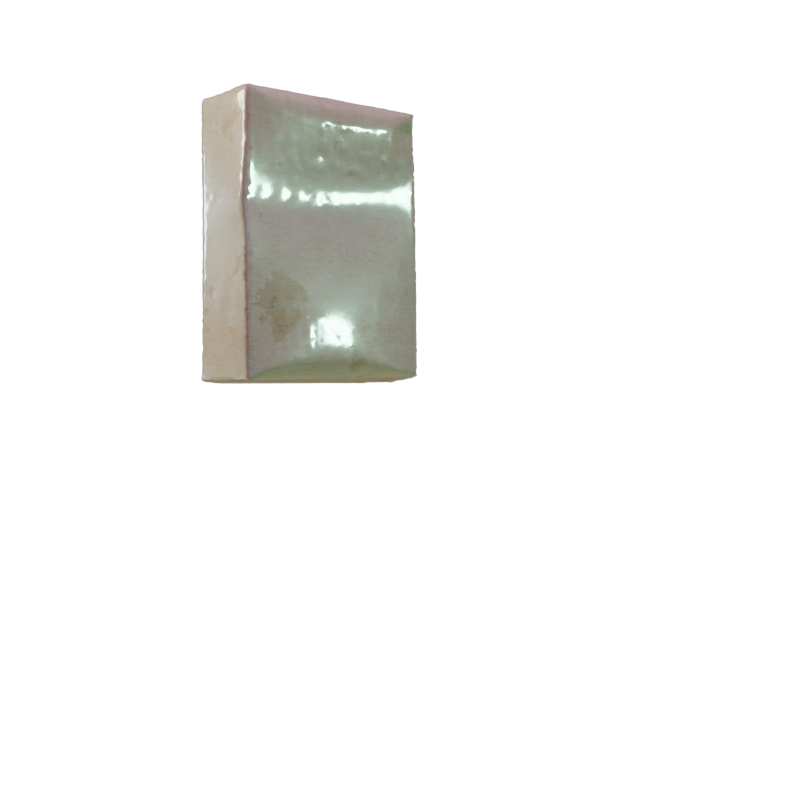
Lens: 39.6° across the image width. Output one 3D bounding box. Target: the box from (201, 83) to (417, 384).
[{"bbox_3d":[-0.066,-0.121,0.845,0.157,0.217,0.074,3,-7,-39],"label":"box"}]
